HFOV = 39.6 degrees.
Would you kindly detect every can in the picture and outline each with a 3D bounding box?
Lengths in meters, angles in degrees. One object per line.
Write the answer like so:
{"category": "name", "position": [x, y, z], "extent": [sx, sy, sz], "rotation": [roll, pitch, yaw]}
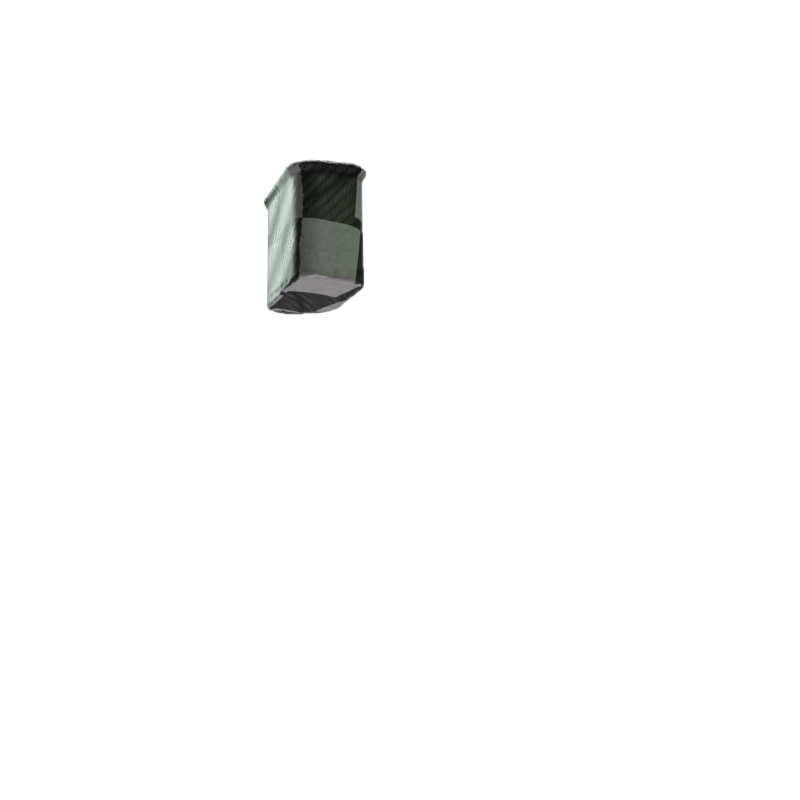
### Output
{"category": "can", "position": [-0.061, -0.112, 0.785], "extent": [0.056, 0.087, 0.101], "rotation": [5, -15, -19]}
